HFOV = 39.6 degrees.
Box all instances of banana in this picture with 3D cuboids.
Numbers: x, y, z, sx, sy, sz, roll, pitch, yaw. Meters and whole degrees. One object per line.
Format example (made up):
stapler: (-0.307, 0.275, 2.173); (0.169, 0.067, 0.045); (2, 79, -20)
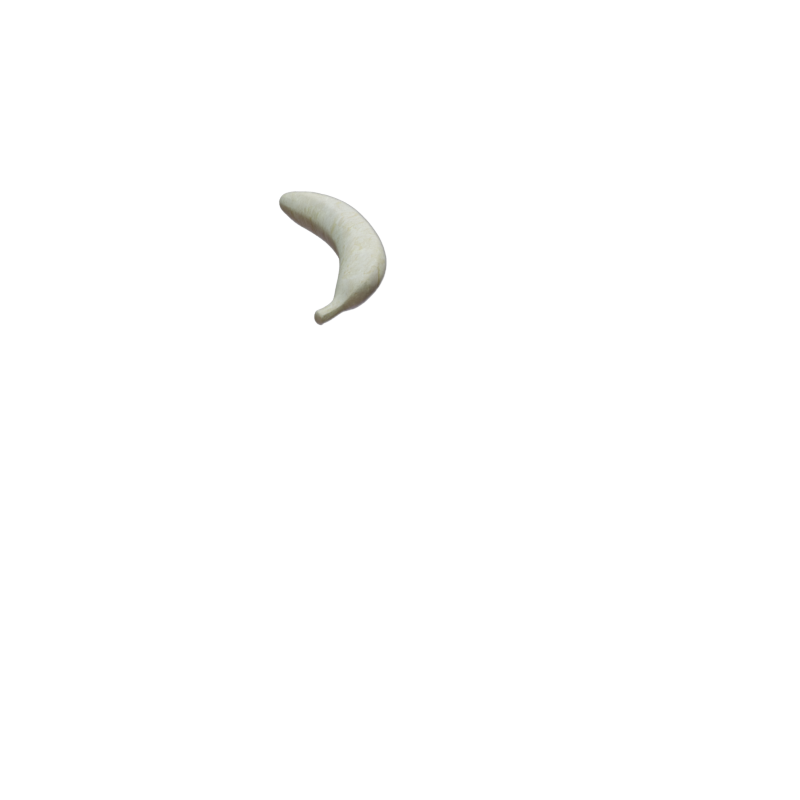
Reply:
banana: (-0.052, -0.129, 0.904); (0.069, 0.034, 0.213); (-6, 34, -10)
